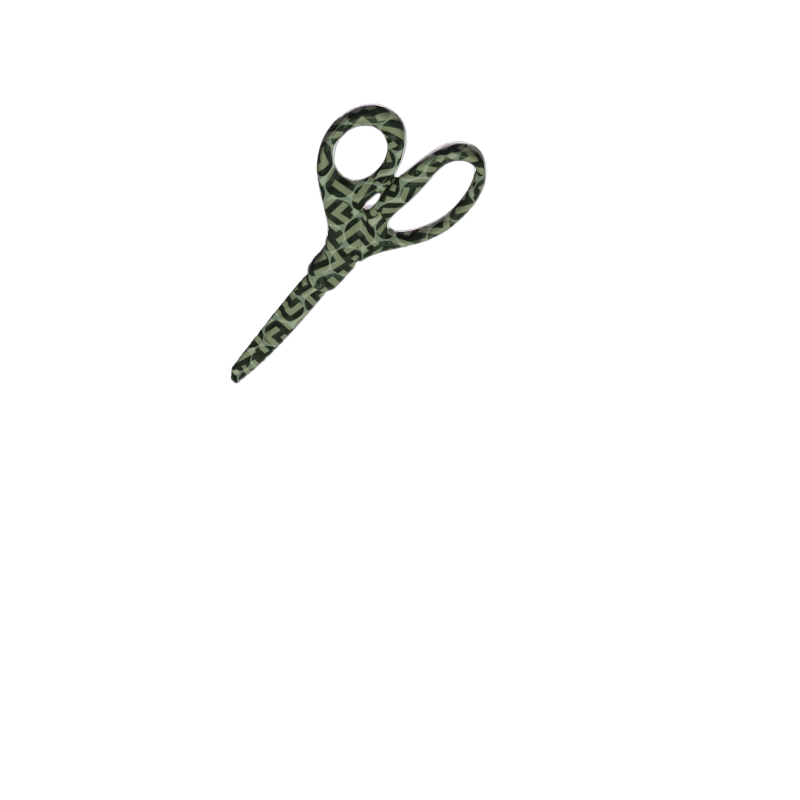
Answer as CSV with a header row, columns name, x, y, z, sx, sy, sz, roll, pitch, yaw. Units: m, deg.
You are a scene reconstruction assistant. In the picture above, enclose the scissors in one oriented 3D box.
name,x,y,z,sx,sy,sz,roll,pitch,yaw
scissors,-0.047,-0.086,0.601,0.201,0.090,0.017,-32,31,21
